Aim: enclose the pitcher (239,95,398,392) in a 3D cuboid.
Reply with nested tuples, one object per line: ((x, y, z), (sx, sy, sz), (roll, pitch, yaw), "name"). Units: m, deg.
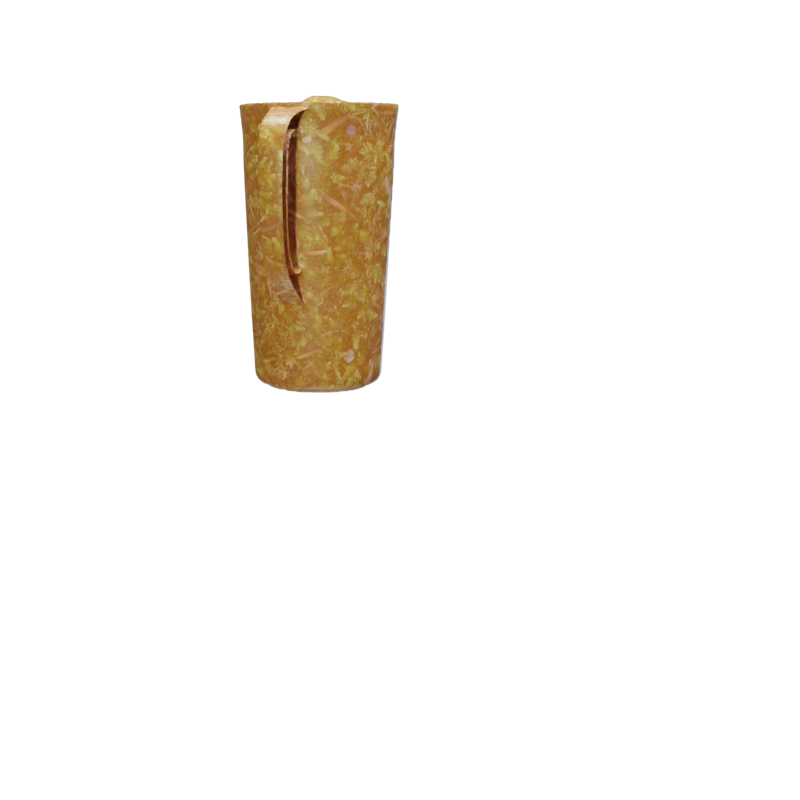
((-0.073, -0.133, 0.929), (0.145, 0.240, 0.151), (-3, 7, -28), "pitcher")
